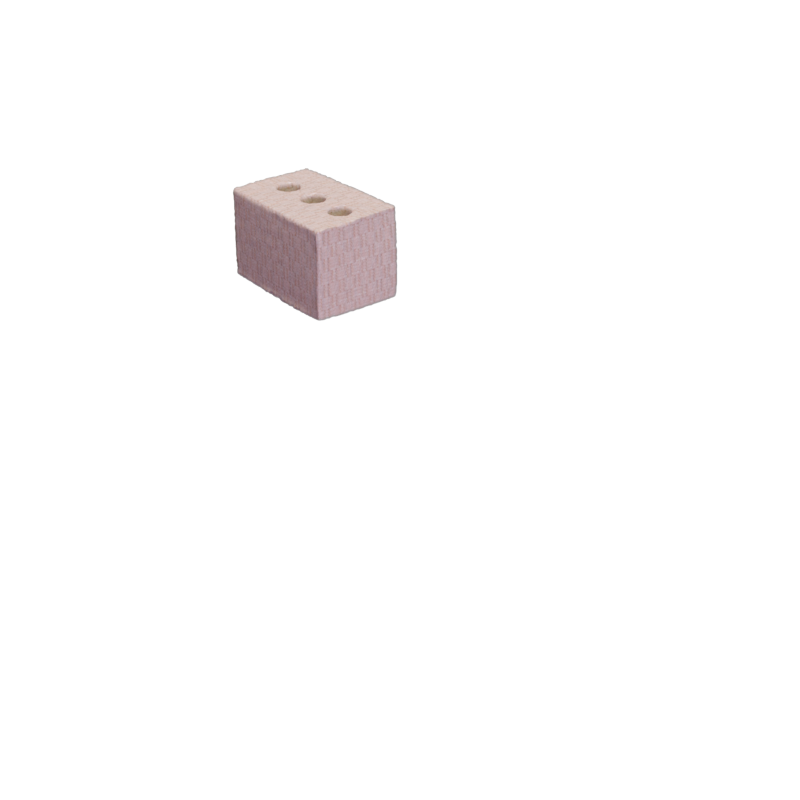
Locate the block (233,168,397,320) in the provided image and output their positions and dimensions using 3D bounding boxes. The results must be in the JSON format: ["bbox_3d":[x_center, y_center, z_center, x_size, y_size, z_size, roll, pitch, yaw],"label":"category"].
[{"bbox_3d":[-0.046,-0.084,0.587,0.052,0.048,0.083,-20,35,-35],"label":"block"}]
